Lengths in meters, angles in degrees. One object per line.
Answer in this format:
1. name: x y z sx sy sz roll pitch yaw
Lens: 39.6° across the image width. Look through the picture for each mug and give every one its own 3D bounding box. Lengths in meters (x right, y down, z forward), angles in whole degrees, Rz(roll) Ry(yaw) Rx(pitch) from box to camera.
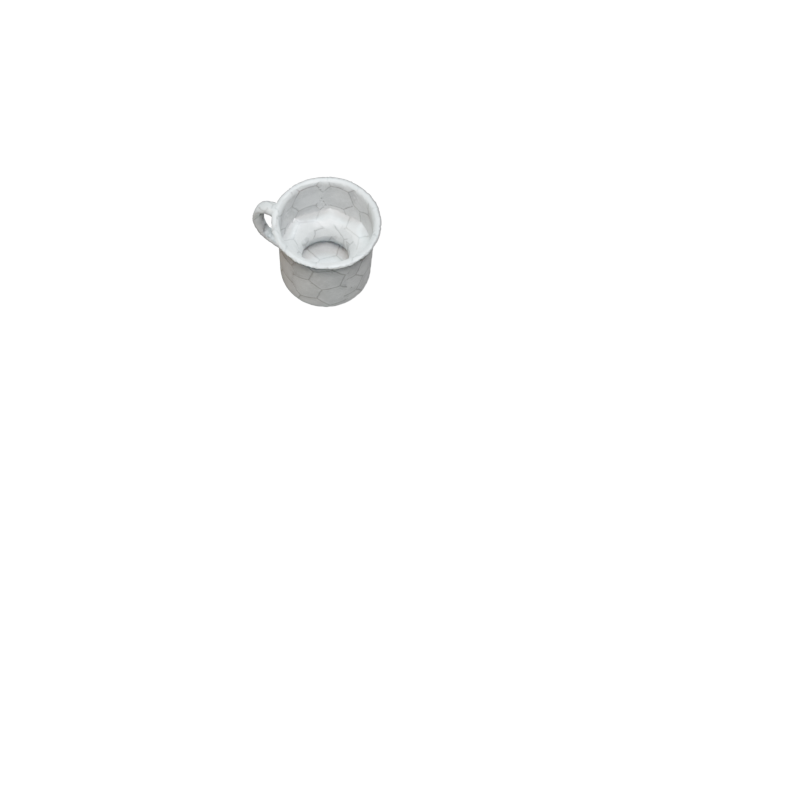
1. mug: -0.076 -0.138 0.968 0.120 0.097 0.077 21 -27 10
